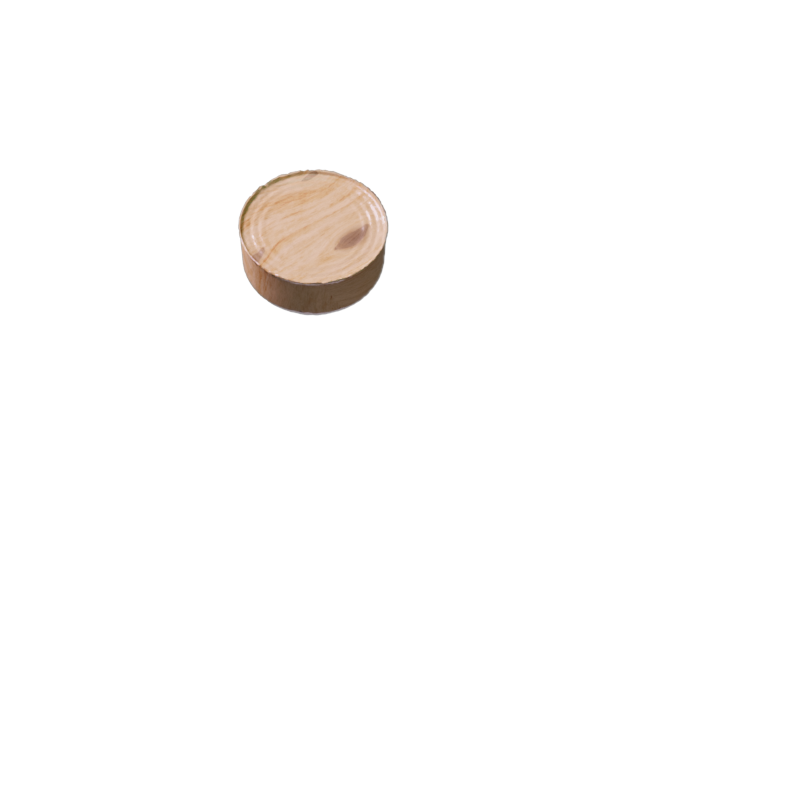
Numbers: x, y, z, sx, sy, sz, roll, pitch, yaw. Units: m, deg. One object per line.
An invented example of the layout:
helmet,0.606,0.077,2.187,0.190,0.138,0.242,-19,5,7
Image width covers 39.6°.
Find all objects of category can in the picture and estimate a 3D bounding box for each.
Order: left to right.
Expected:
can,-0.051,-0.092,0.646,0.086,0.092,0.031,-1,-36,-1
